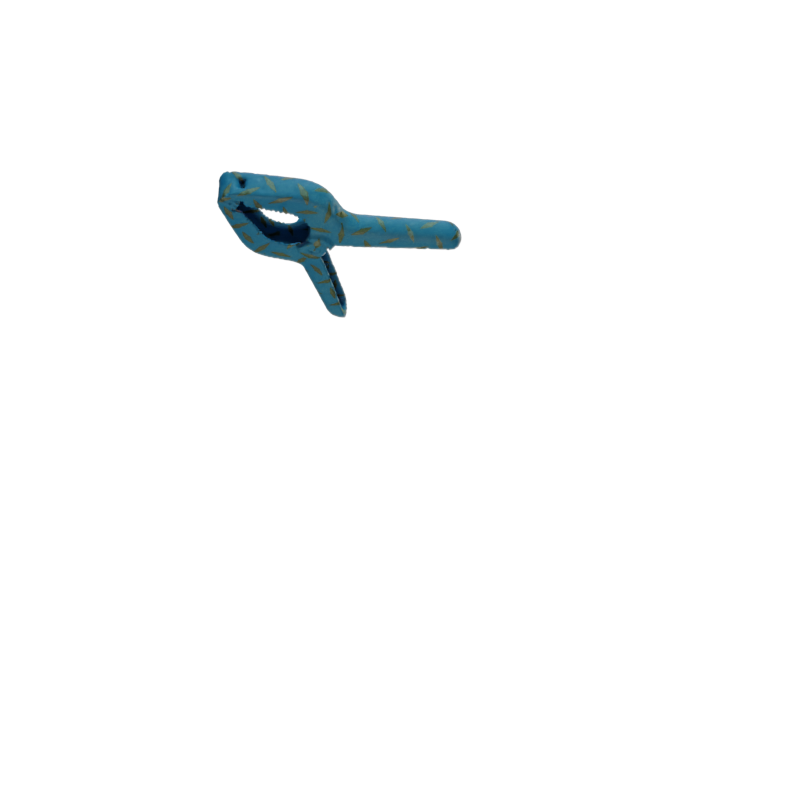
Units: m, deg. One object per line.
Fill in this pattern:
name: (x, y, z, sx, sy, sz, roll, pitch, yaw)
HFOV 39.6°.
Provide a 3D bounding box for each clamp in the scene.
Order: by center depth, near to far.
clamp: (-0.076, -0.138, 0.970, 0.200, 0.039, 0.162, 19, -36, -28)
